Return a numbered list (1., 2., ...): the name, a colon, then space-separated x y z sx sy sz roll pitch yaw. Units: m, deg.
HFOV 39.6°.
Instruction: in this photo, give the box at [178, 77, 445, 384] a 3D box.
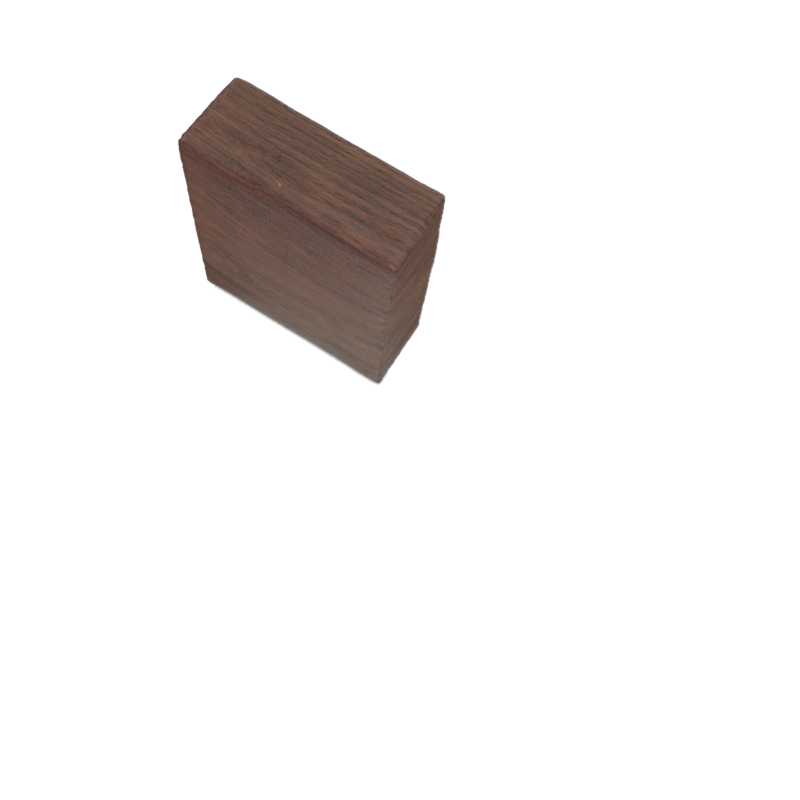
1. box: -0.061 -0.111 0.779 0.169 0.073 0.203 32 -19 10
